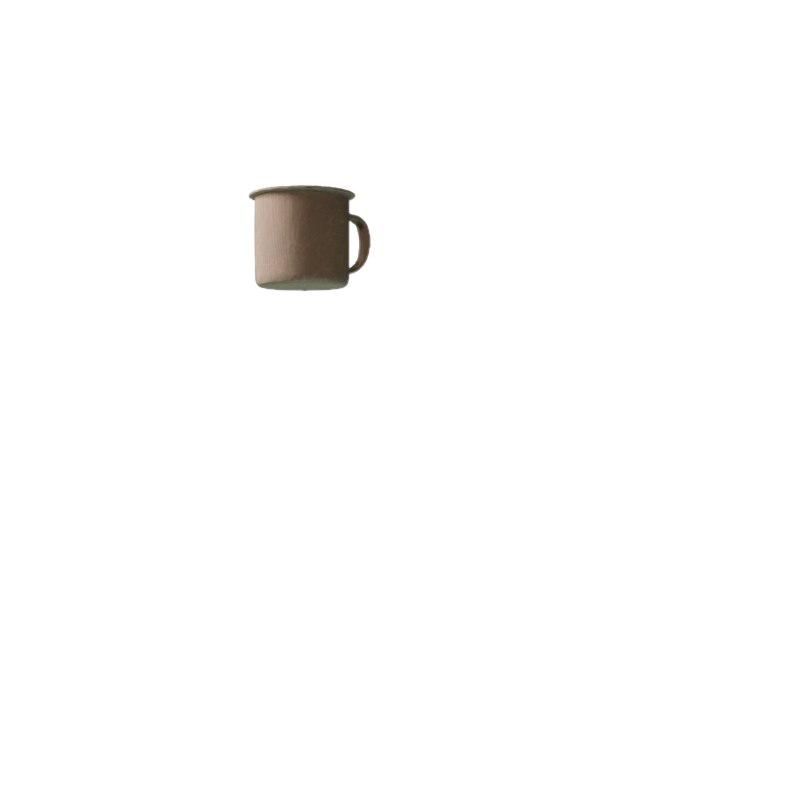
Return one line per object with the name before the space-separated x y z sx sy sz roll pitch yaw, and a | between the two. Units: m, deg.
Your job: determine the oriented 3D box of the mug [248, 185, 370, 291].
mug | -0.076 -0.138 0.966 0.112 0.083 0.096 1 -3 -38
